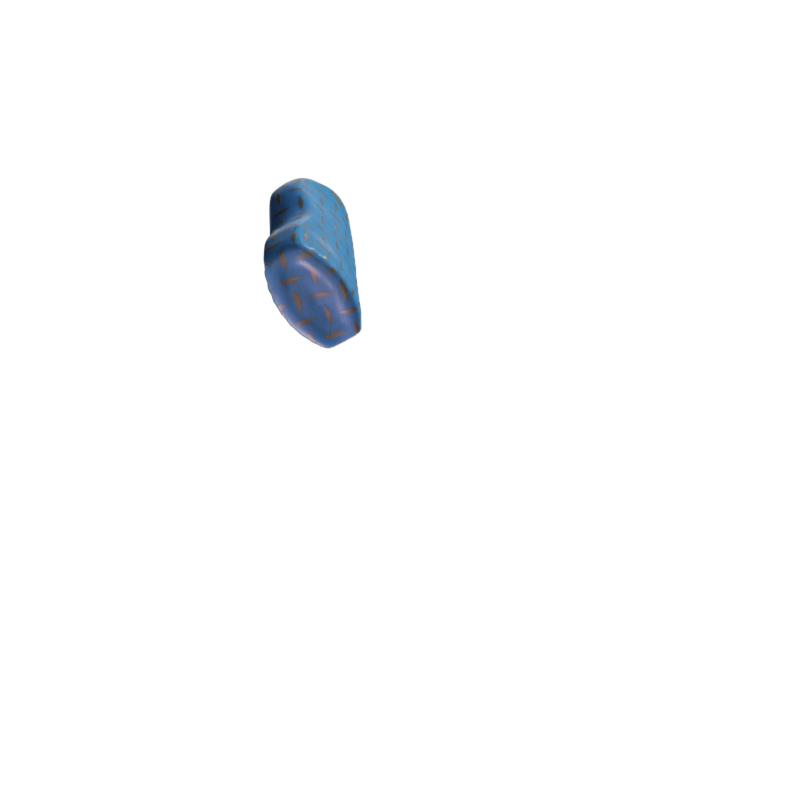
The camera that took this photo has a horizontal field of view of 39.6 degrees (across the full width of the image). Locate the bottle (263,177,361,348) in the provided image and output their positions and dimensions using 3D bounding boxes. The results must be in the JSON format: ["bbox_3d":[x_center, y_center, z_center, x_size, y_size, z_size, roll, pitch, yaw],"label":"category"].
[{"bbox_3d":[-0.071,-0.129,0.908,0.058,0.090,0.204,-30,29,14],"label":"bottle"}]
